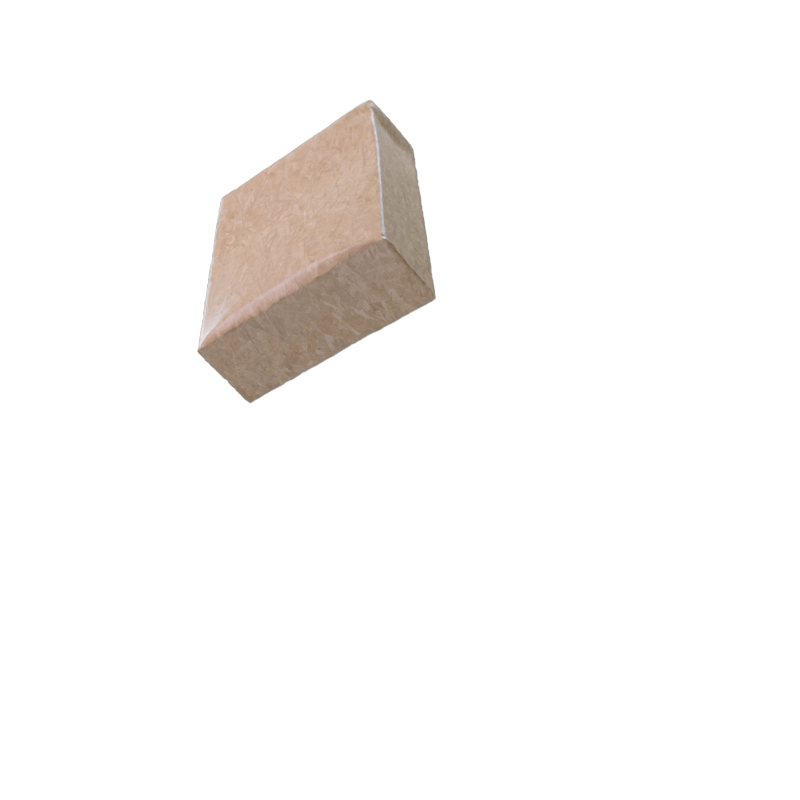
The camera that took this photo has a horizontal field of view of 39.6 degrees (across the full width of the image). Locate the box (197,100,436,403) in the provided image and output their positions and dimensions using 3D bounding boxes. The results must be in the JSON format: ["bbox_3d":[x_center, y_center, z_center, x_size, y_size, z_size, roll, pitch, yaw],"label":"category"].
[{"bbox_3d":[-0.067,-0.122,0.852,0.164,0.067,0.229,-29,35,19],"label":"box"}]
